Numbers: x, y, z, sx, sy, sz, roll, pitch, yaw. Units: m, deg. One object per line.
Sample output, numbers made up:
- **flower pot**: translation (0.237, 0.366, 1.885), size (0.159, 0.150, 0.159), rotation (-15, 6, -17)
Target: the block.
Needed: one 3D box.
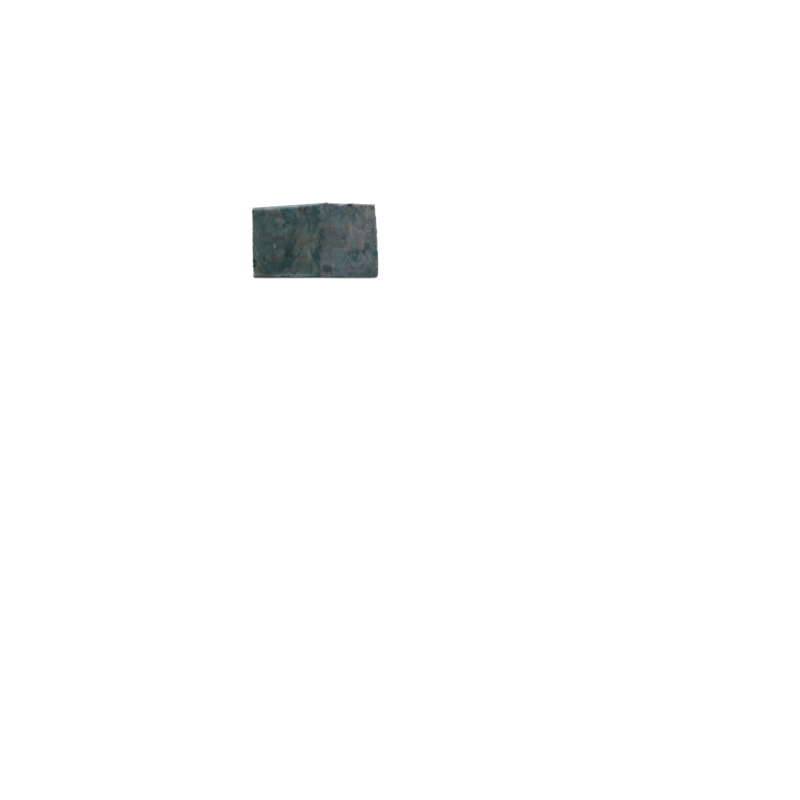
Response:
- **block**: translation (-0.060, -0.110, 0.771), size (0.051, 0.051, 0.081), rotation (-2, 5, -43)
